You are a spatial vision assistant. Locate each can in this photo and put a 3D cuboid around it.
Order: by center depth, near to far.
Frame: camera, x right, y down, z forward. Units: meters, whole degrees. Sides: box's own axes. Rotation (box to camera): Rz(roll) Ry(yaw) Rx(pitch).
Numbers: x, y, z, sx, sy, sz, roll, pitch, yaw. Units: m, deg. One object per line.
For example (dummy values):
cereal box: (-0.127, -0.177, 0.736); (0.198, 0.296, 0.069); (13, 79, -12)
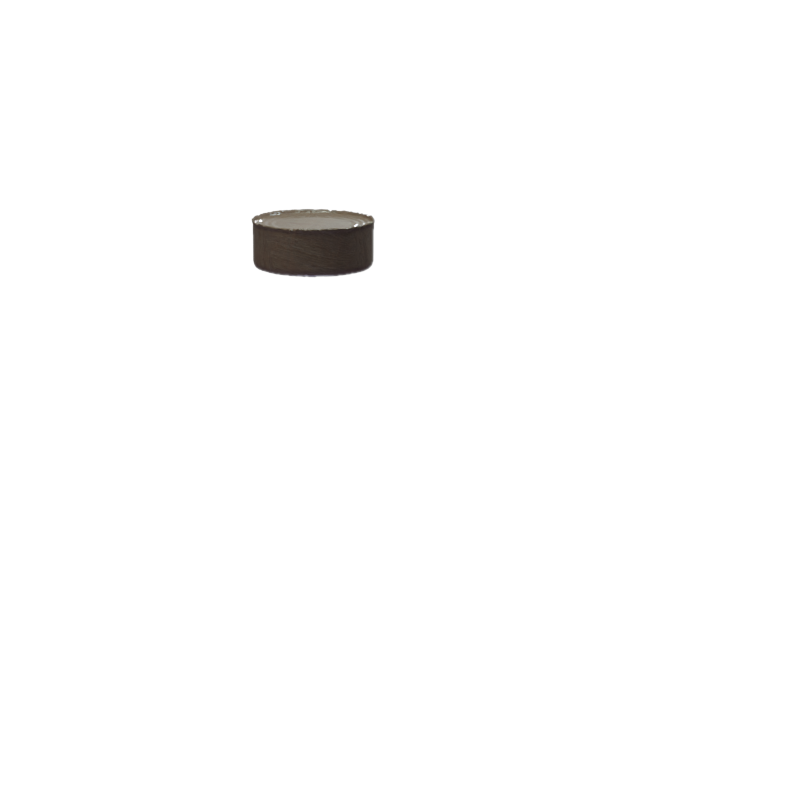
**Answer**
can: (-0.061, -0.110, 0.773); (0.086, 0.032, 0.089); (-1, 17, -2)
